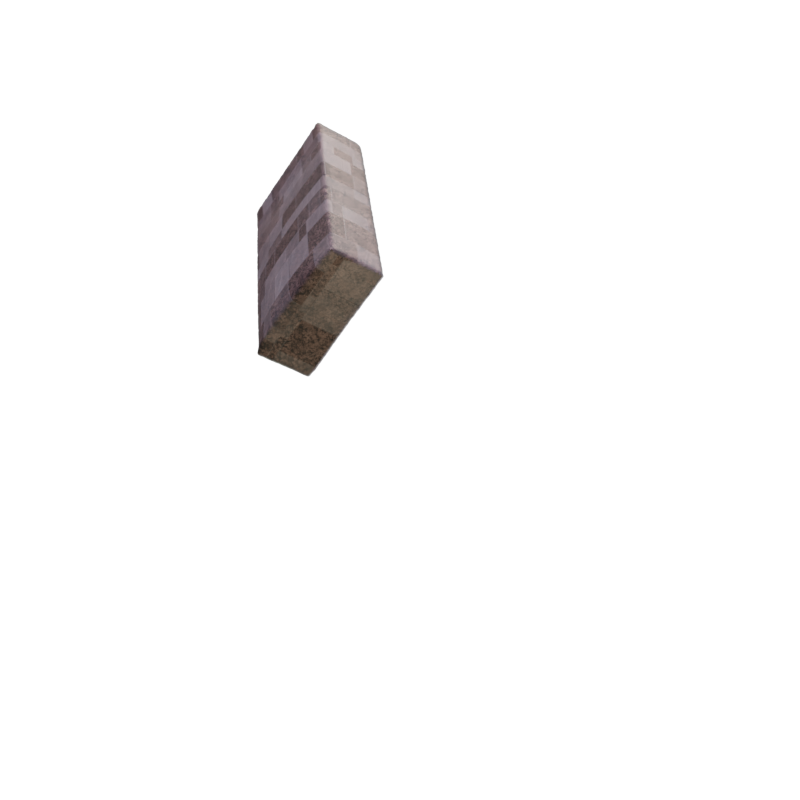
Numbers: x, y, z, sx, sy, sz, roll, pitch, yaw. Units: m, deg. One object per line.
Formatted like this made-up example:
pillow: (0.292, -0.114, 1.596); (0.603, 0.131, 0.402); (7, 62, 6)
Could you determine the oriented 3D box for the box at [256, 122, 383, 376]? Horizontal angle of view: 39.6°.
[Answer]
box: (-0.059, -0.108, 0.755); (0.046, 0.091, 0.188); (27, 30, -22)
